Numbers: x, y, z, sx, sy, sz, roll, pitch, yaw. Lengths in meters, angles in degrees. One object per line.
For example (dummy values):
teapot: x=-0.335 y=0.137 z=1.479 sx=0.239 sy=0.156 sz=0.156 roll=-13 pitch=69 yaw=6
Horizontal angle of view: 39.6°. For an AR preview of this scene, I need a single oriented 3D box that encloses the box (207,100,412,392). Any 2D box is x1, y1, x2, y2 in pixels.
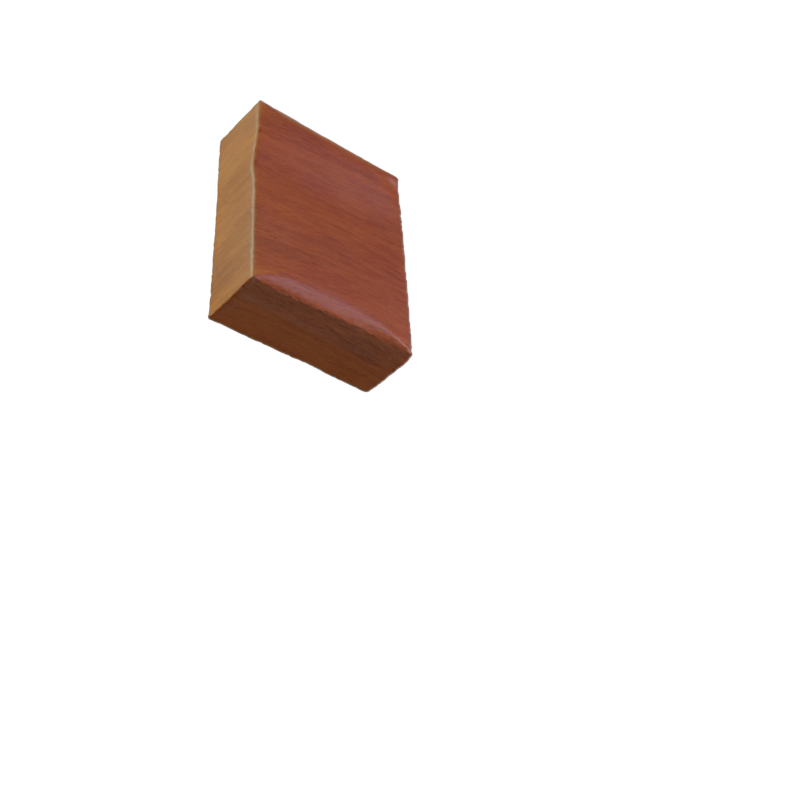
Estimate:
box: x=-0.074 y=-0.135 z=0.944 sx=0.155 sy=0.229 sz=0.071 roll=25 pitch=-47 yaw=-29
